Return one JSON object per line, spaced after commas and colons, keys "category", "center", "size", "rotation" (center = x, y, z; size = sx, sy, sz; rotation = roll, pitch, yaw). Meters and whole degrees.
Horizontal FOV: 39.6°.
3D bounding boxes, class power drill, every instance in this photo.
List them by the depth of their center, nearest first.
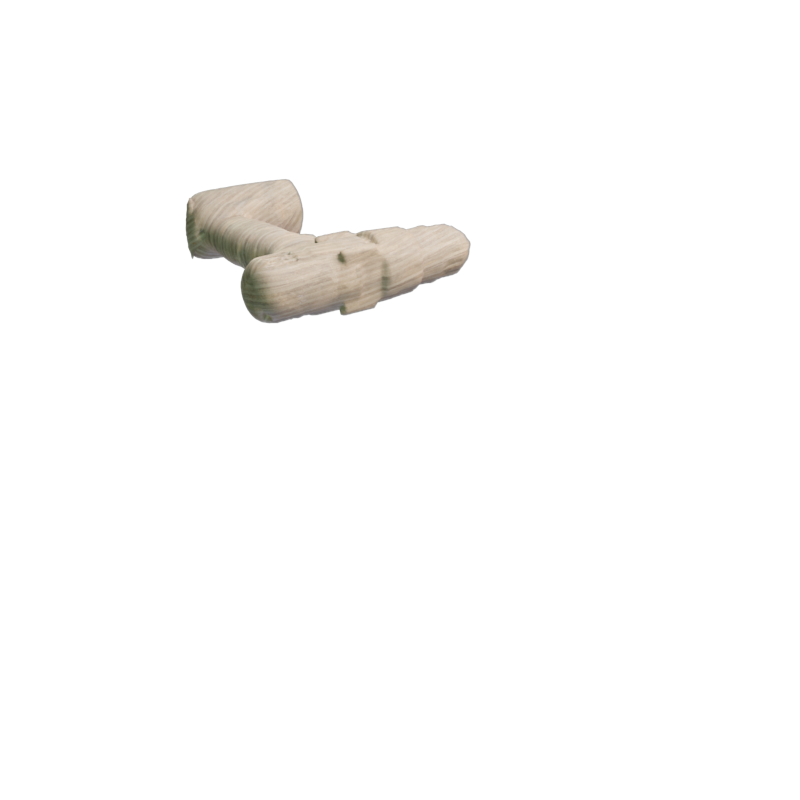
{"category": "power drill", "center": [-0.066, -0.121, 0.846], "size": [0.181, 0.055, 0.200], "rotation": [-15, 28, -30]}
